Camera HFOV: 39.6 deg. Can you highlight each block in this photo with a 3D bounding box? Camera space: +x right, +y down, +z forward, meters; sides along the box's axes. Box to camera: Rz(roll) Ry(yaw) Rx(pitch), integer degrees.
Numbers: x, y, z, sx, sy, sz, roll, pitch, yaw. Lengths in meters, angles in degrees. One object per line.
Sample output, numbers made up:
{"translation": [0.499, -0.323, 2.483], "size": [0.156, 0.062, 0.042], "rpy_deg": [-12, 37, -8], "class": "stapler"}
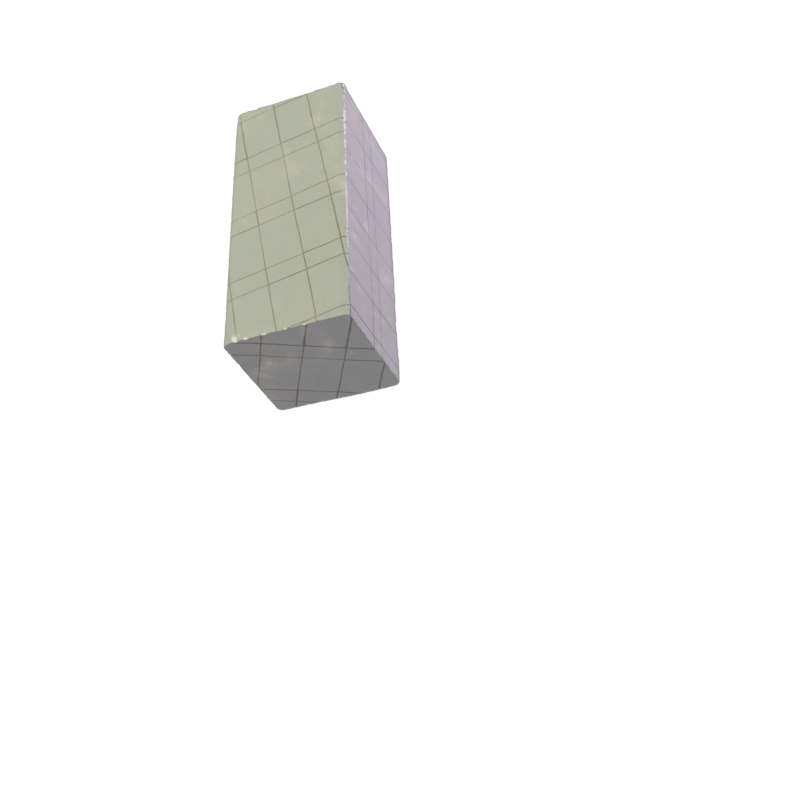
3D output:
{"translation": [-0.061, -0.111, 0.777], "size": [0.091, 0.221, 0.084], "rpy_deg": [-15, -38, 16], "class": "block"}
